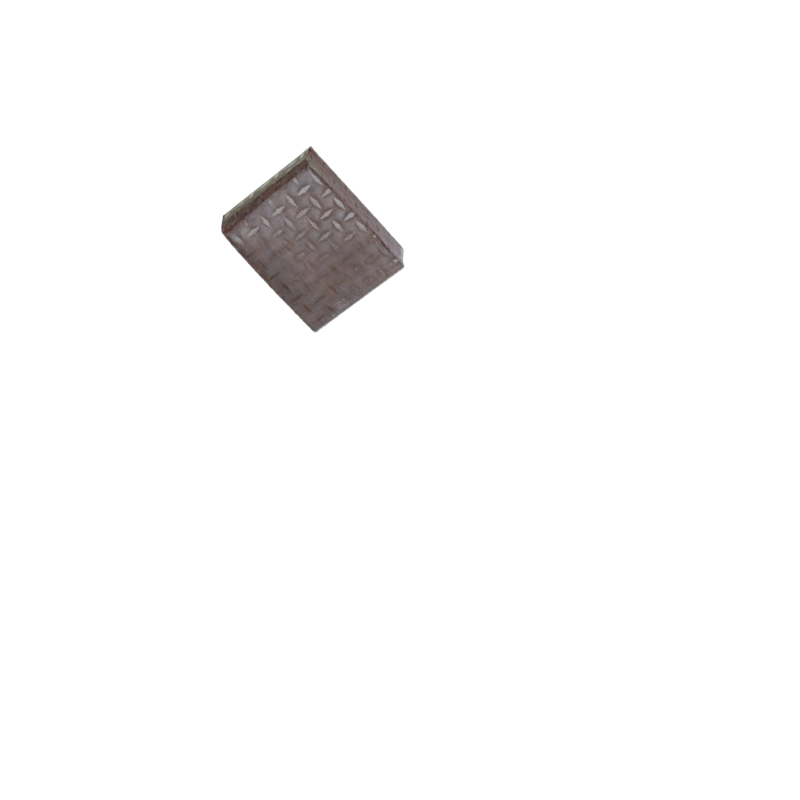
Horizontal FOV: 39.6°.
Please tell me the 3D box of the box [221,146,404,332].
[{"bbox_3d":[-0.065,-0.118,0.829,0.089,0.108,0.041,-36,22,17],"label":"box"}]
